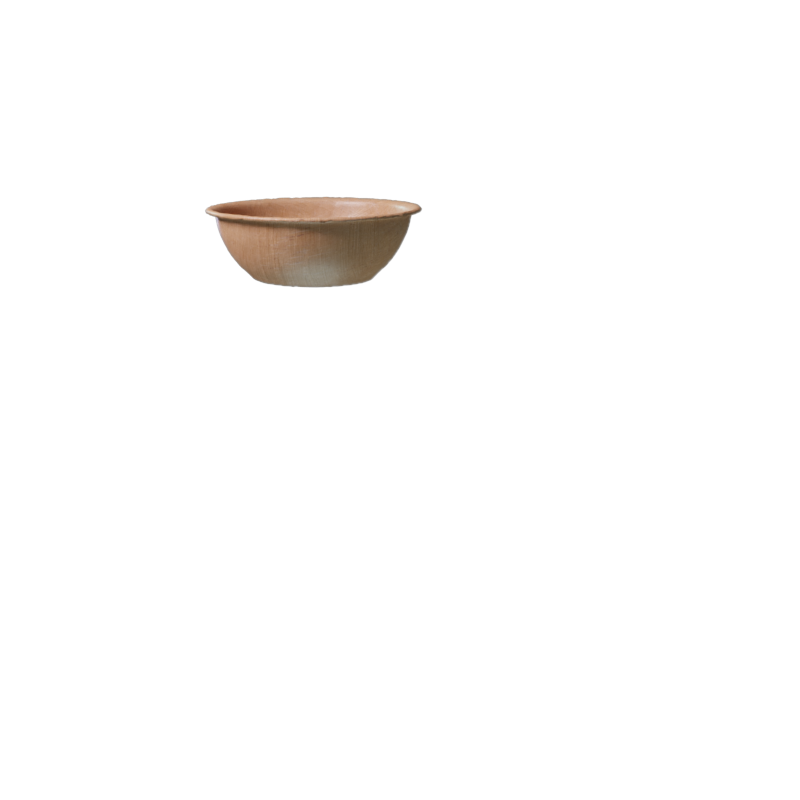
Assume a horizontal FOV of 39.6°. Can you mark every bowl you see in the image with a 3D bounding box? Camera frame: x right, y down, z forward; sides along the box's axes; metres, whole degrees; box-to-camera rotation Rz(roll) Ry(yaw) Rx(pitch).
[{"bbox_3d":[-0.065,-0.119,0.832,0.162,0.054,0.167,0,14,-2],"label":"bowl"}]
